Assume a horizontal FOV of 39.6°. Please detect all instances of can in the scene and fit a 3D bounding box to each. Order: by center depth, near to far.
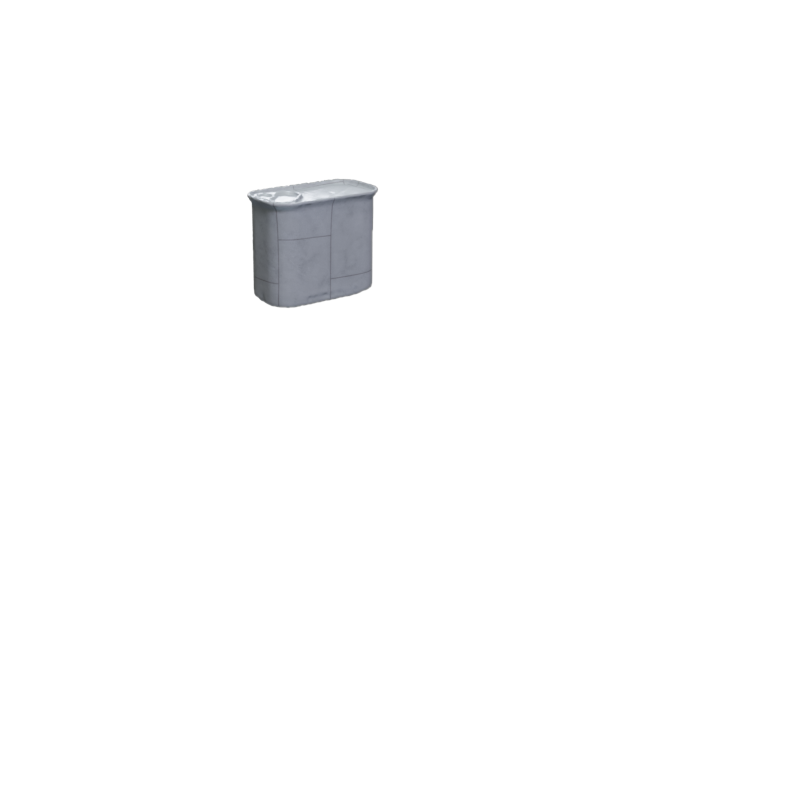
[{"bbox_3d":[-0.068,-0.125,0.874,0.100,0.081,0.061,-13,22,-34],"label":"can"}]
